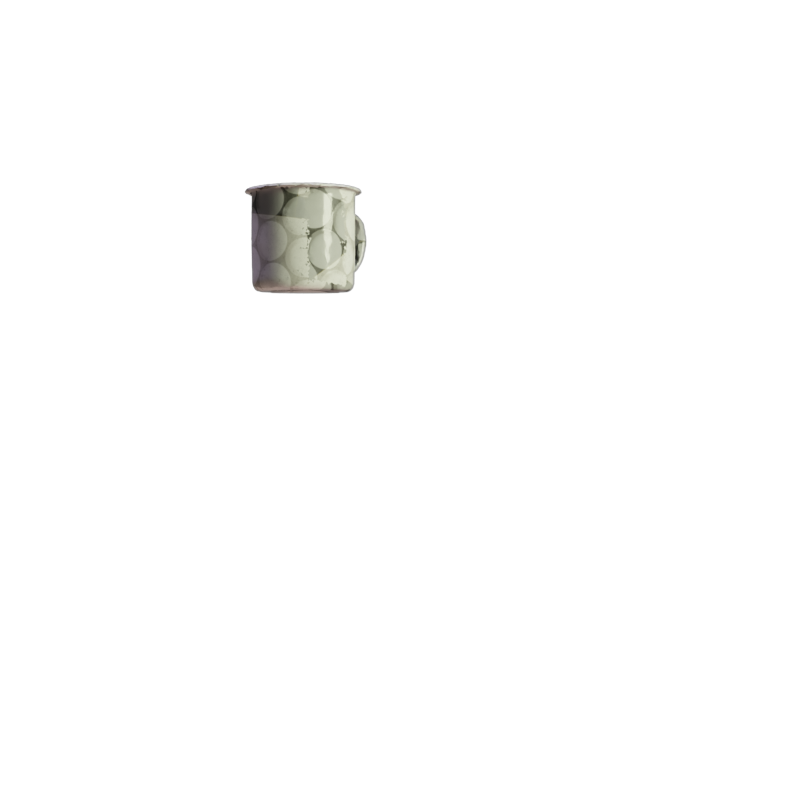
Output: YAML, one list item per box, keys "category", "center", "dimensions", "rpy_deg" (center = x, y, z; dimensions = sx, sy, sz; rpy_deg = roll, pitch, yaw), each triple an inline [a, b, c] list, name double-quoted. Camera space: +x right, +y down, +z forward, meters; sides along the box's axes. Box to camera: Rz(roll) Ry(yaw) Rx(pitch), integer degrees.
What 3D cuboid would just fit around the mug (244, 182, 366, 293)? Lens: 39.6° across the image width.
- category: "mug"
  center: [-0.070, -0.127, 0.891]
  dimensions: [0.097, 0.082, 0.112]
  rpy_deg: [0, 0, 39]
